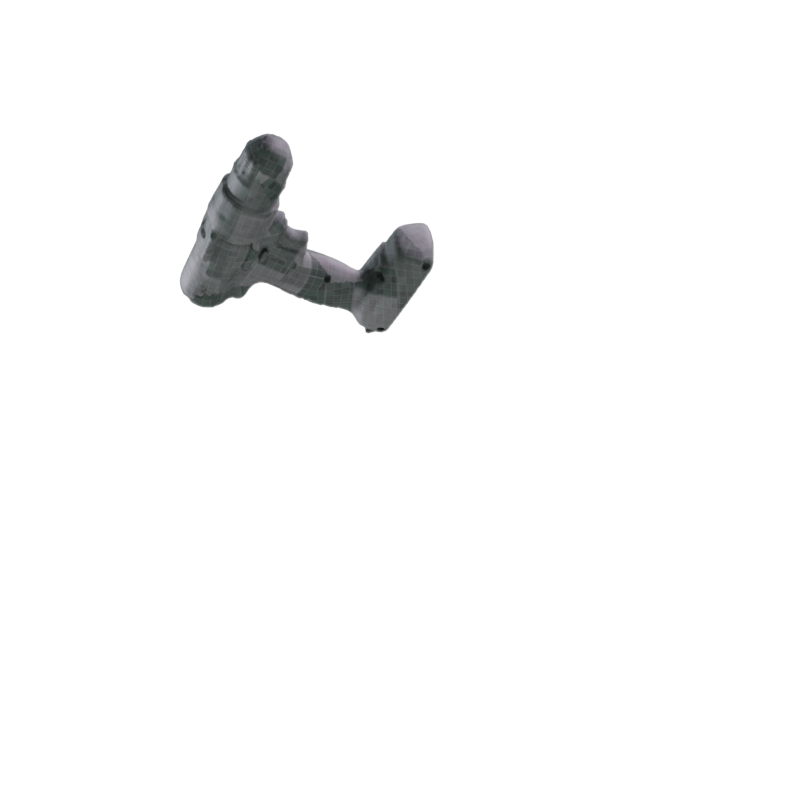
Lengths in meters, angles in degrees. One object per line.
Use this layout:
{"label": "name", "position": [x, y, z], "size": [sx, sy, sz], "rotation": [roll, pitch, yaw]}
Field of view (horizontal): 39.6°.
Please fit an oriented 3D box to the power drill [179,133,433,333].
{"label": "power drill", "position": [-0.071, -0.130, 0.911], "size": [0.182, 0.062, 0.178], "rotation": [15, -41, -19]}
